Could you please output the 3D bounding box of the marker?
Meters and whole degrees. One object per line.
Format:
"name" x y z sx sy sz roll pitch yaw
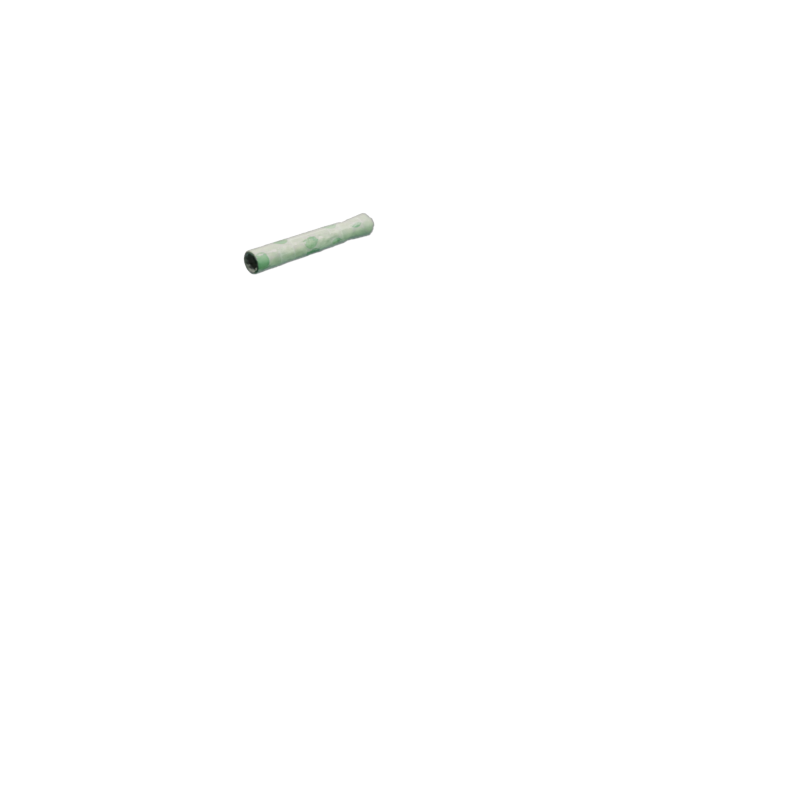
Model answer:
"marker" -0.067 -0.122 0.854 0.120 0.019 0.021 -25 19 -37
